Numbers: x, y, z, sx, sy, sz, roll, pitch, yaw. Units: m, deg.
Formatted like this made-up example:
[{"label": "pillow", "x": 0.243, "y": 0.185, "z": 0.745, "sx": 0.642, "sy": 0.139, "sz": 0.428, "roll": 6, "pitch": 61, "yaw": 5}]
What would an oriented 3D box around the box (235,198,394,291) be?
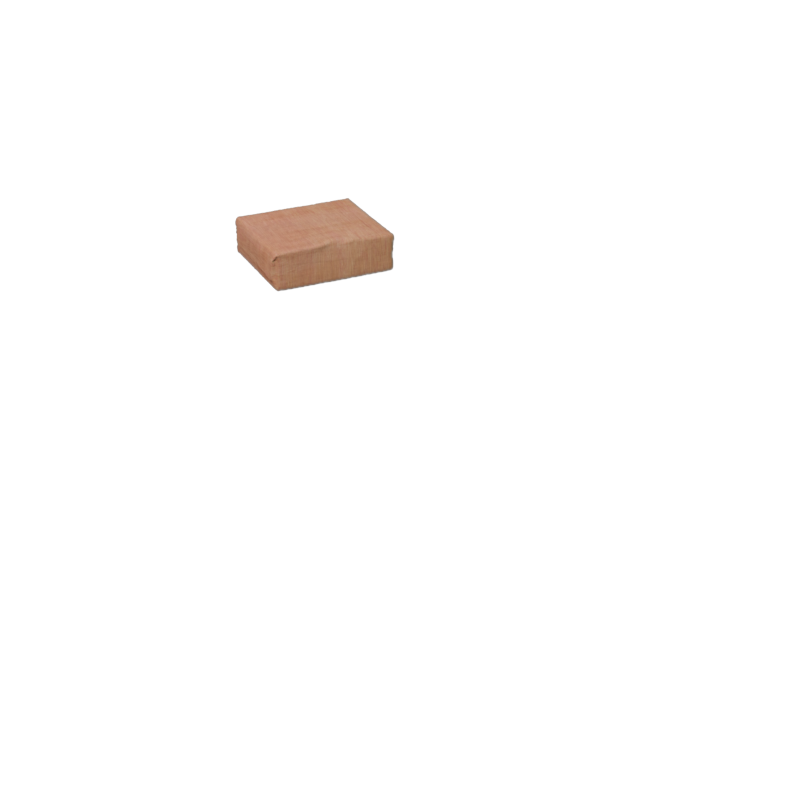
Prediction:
[{"label": "box", "x": -0.059, "y": -0.108, "z": 0.757, "sx": 0.088, "sy": 0.028, "sz": 0.079, "roll": -13, "pitch": 32, "yaw": -22}]
